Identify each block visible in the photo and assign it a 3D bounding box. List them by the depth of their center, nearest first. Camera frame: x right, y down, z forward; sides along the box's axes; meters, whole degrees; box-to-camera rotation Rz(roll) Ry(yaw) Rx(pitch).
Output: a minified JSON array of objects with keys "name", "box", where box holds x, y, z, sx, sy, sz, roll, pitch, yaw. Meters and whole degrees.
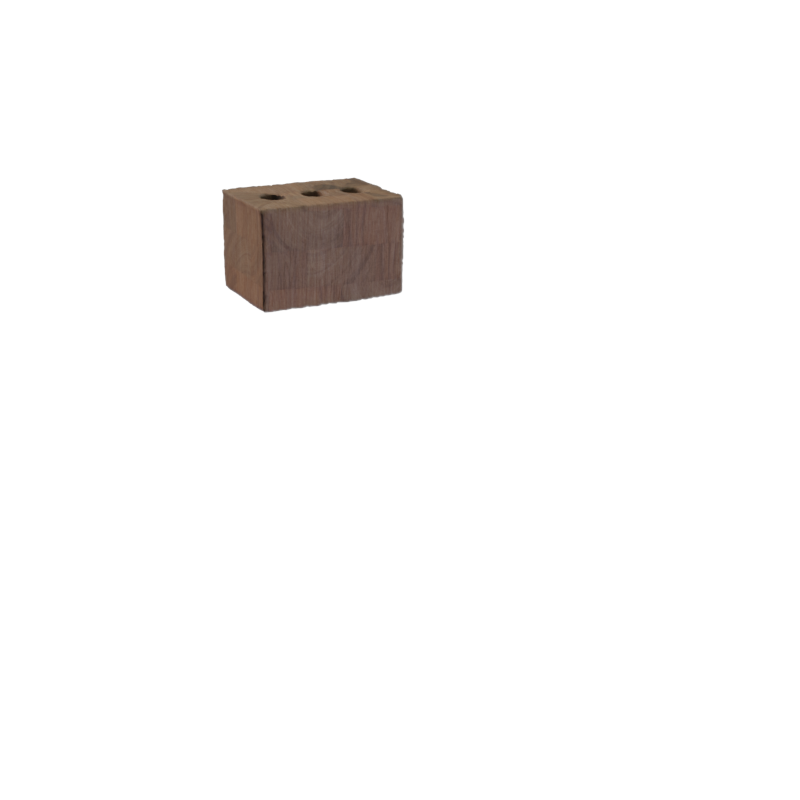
[{"name":"block","box":[-0.043,-0.079,0.552,0.076,0.049,0.056,-9,21,-26]}]
